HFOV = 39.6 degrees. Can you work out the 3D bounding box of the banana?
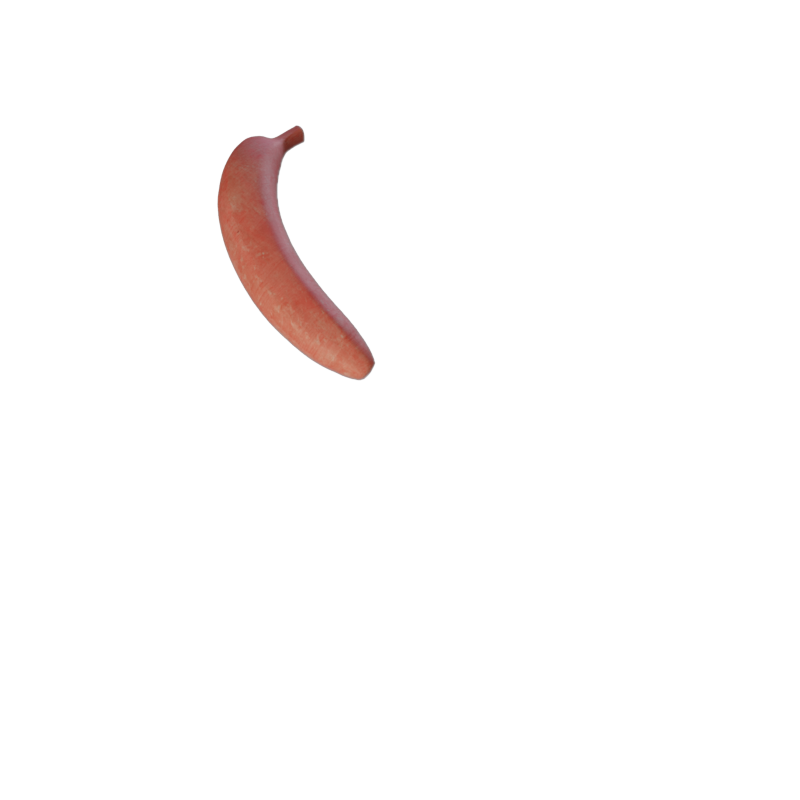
[{"bbox_3d":[-0.071,-0.096,0.672,0.069,0.213,0.034,-11,-33,-8],"label":"banana"}]
